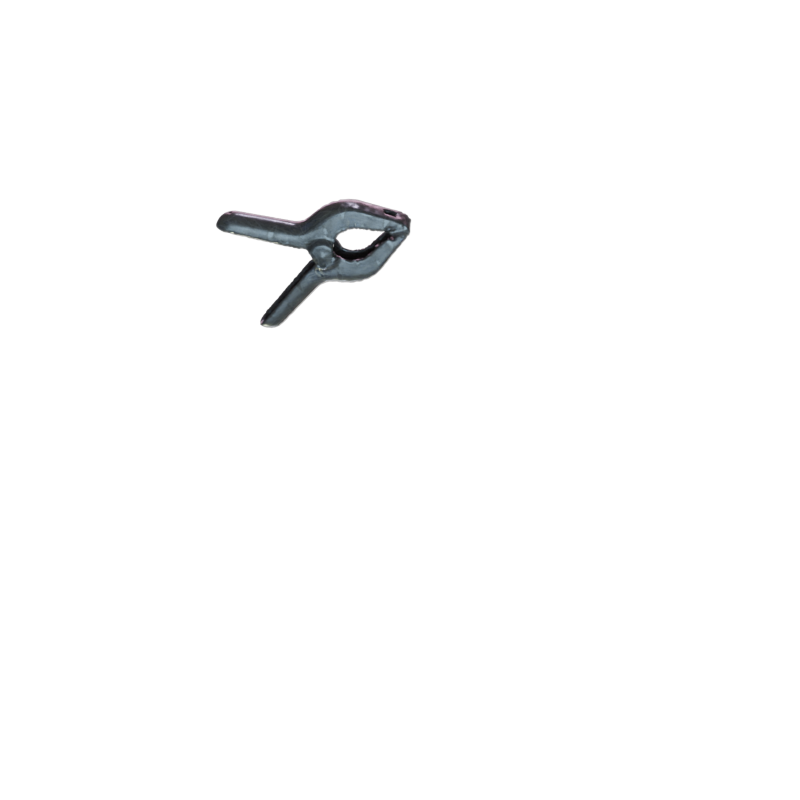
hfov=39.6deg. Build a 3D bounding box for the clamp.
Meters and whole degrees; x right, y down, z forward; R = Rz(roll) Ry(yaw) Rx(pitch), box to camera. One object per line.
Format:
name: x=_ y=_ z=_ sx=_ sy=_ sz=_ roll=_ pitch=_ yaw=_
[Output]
clamp: x=-0.078 y=-0.142 z=0.997 sx=0.172 sy=0.112 sz=0.042 roll=-24 pitch=30 yaw=14
